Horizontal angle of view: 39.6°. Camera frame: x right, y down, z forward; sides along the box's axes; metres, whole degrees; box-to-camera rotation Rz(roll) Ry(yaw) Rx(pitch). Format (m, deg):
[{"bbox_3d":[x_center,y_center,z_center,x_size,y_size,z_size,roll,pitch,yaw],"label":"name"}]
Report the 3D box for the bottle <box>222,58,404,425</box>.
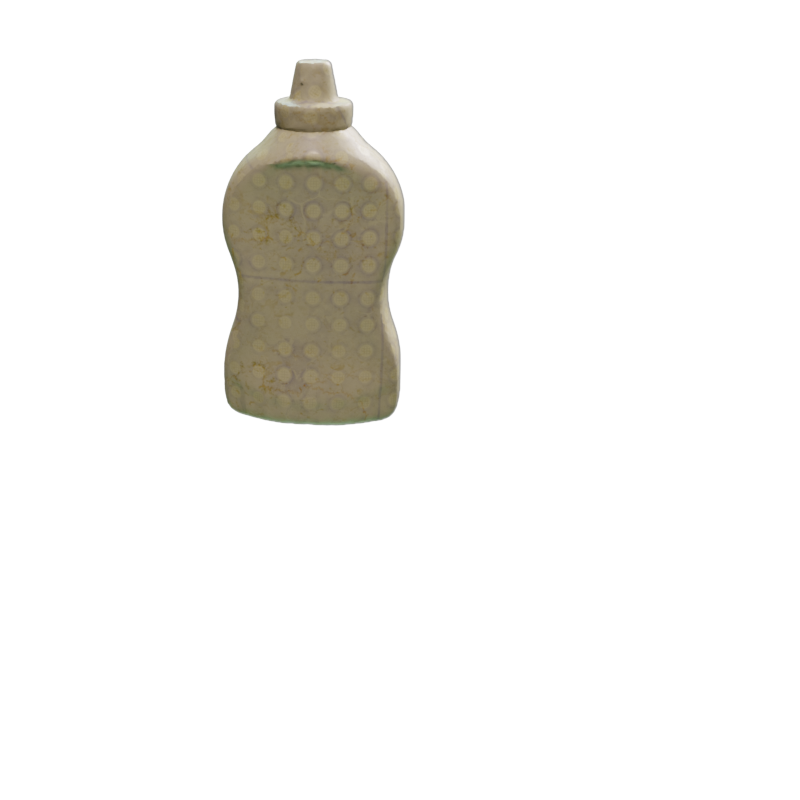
[{"bbox_3d":[-0.046,-0.085,0.591,0.097,0.184,0.060,3,18,6],"label":"bottle"}]
